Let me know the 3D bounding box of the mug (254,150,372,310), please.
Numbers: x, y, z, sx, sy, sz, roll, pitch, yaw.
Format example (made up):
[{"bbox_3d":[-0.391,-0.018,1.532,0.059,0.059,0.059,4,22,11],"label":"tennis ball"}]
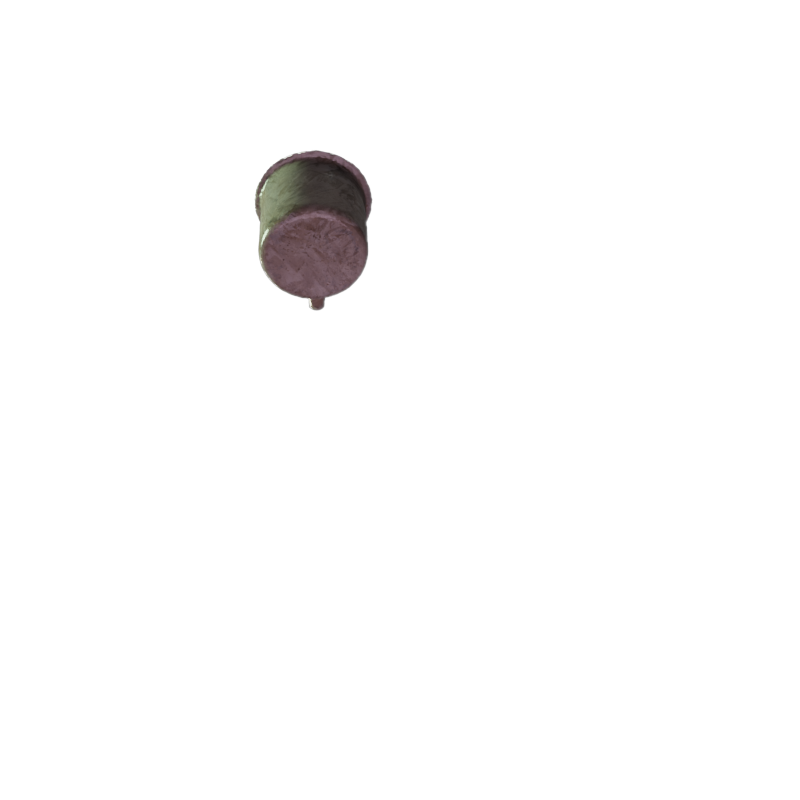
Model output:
[{"bbox_3d":[-0.067,-0.122,0.854,0.093,0.110,0.087,1,36,-2],"label":"mug"}]
